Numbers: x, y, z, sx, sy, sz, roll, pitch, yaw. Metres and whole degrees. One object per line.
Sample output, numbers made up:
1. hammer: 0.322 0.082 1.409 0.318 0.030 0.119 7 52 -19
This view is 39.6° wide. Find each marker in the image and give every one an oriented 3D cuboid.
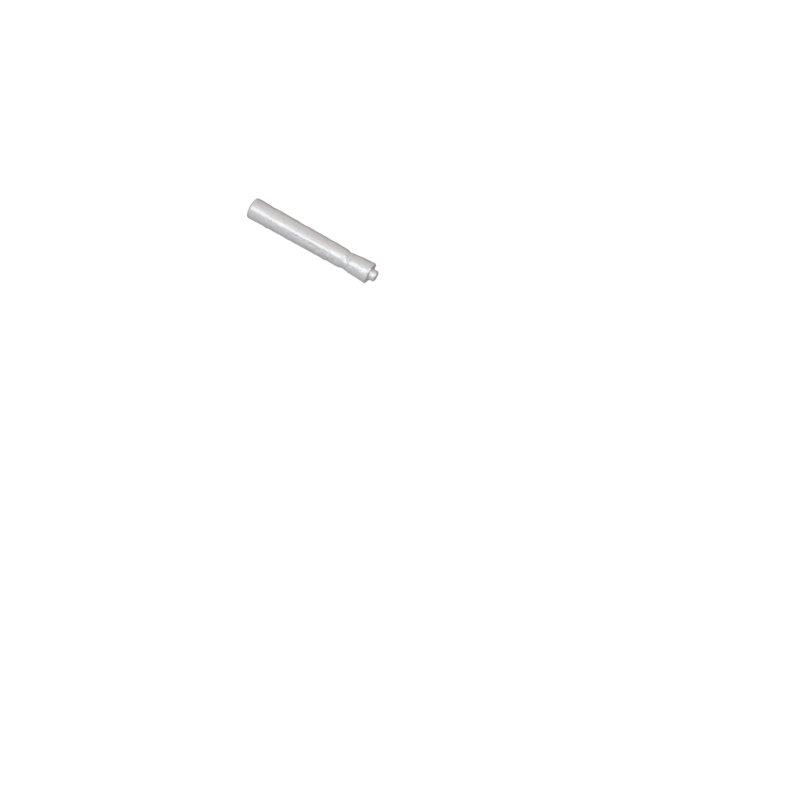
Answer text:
1. marker: -0.072 -0.131 0.918 0.125 0.019 0.019 31 10 13
